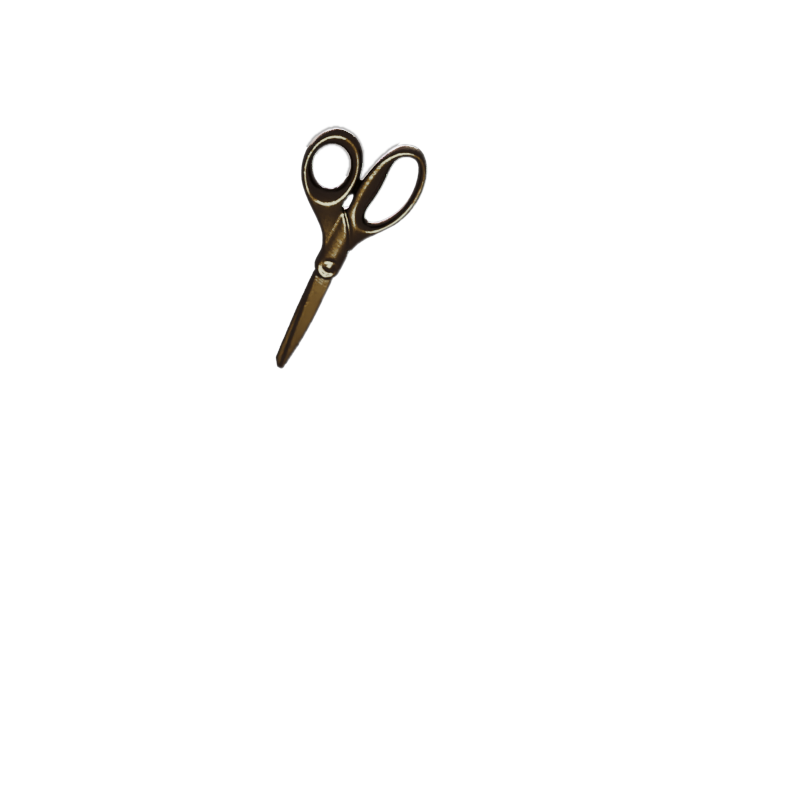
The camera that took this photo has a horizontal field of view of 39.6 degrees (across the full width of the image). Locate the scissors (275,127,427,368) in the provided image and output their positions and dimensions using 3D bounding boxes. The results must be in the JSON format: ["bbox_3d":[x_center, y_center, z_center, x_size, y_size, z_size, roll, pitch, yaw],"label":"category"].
[{"bbox_3d":[-0.063,-0.115,0.802,0.092,0.198,0.017,37,22,-18],"label":"scissors"}]
